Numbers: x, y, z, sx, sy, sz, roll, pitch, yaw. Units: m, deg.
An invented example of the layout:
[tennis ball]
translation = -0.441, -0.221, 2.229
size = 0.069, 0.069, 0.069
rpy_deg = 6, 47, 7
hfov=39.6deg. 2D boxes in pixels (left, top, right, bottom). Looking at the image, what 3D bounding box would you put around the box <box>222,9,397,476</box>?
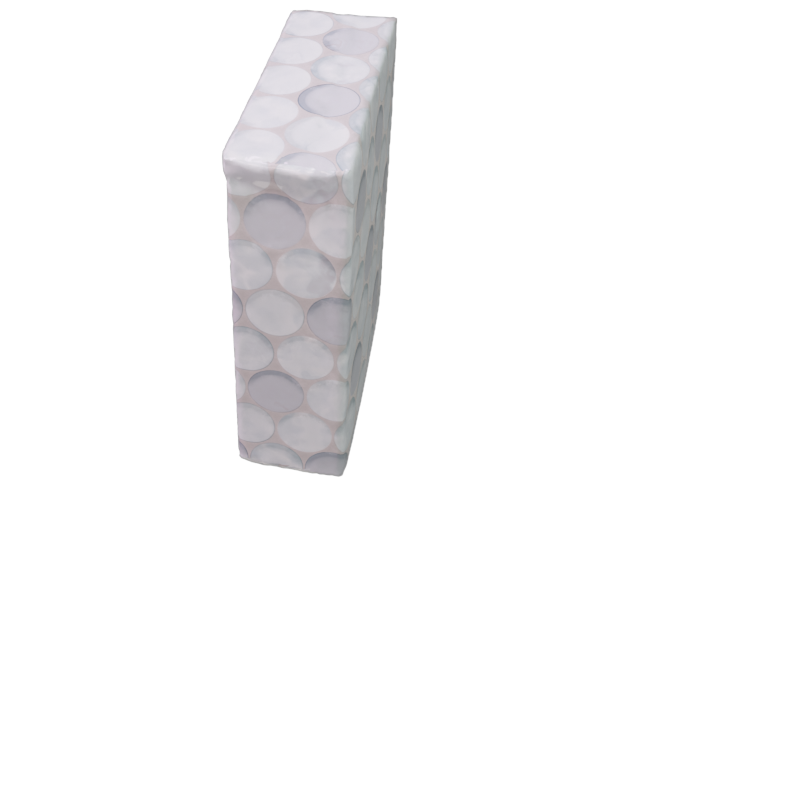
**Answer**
[box]
translation = -0.050, -0.091, 0.637
size = 0.072, 0.199, 0.174
rpy_deg = 7, 41, 4
